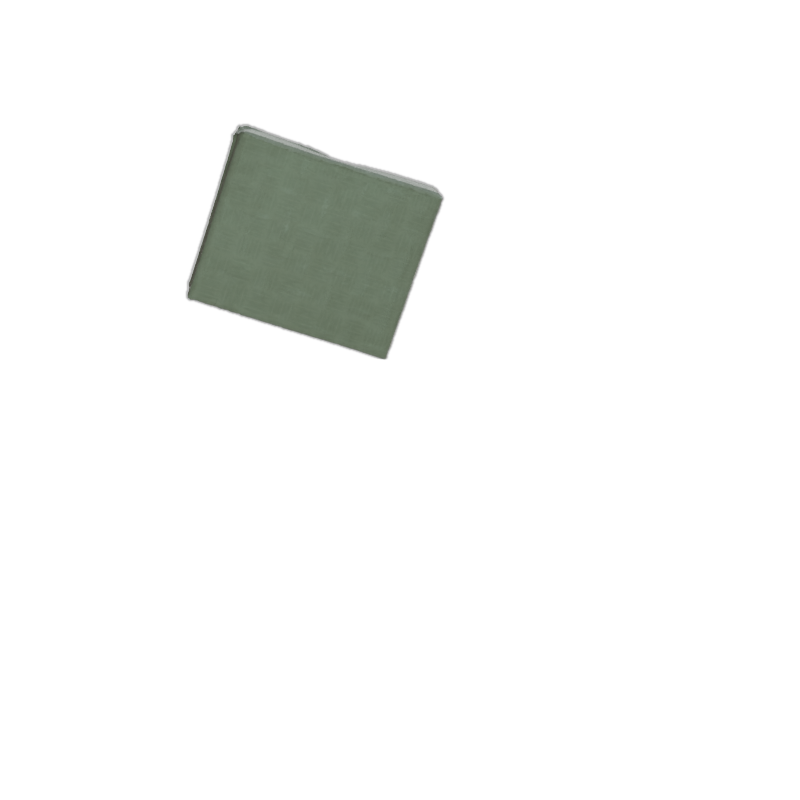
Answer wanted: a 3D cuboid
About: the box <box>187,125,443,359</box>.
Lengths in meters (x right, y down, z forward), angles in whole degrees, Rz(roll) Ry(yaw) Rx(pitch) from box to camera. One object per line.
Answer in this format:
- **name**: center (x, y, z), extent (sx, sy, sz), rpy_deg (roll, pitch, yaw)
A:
- **box**: center (-0.036, -0.066, 0.461), extent (0.089, 0.072, 0.031), rpy_deg (18, 11, -4)
